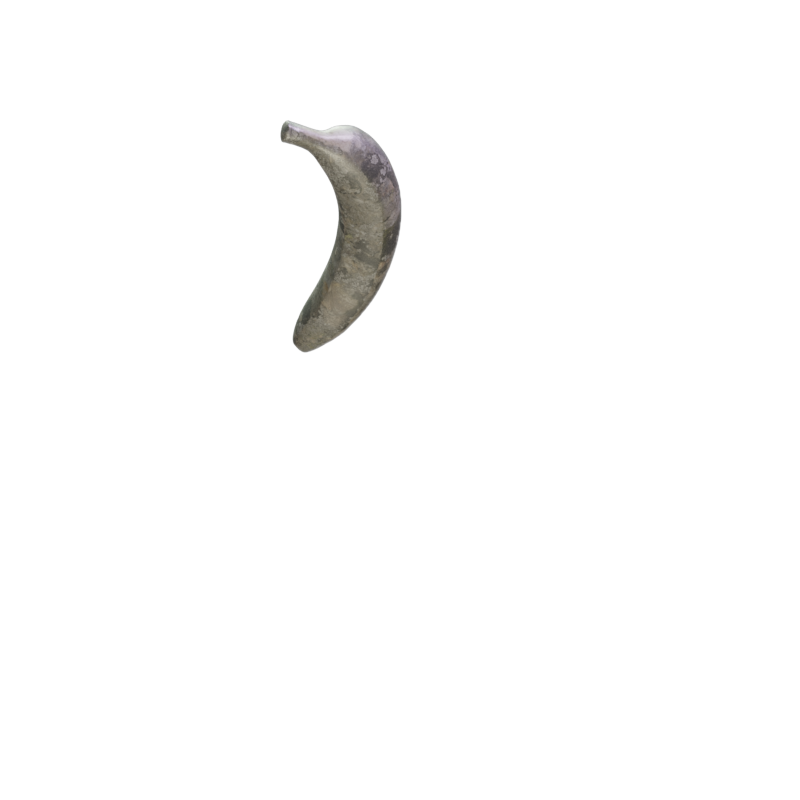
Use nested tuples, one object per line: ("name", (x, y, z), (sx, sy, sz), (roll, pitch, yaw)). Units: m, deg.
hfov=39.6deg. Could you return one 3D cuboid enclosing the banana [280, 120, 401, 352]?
("banana", (-0.035, -0.100, 0.676), (0.069, 0.039, 0.184), (0, -41, -1))
